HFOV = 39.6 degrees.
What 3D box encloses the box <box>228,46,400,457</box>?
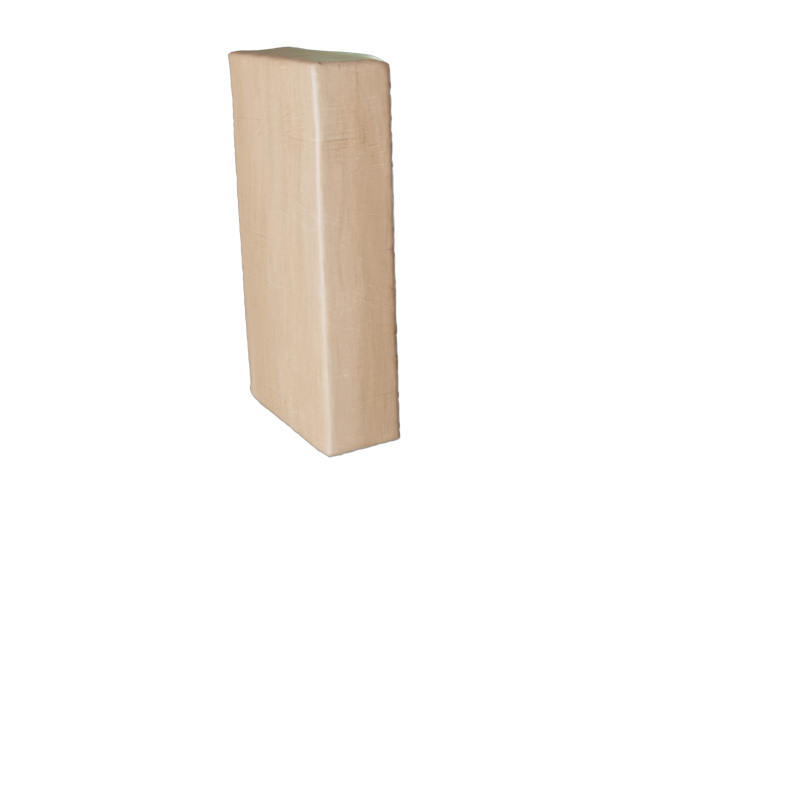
[{"bbox_3d":[-0.040,-0.074,0.520,0.047,0.170,0.099,-7,18,-29],"label":"box"}]
